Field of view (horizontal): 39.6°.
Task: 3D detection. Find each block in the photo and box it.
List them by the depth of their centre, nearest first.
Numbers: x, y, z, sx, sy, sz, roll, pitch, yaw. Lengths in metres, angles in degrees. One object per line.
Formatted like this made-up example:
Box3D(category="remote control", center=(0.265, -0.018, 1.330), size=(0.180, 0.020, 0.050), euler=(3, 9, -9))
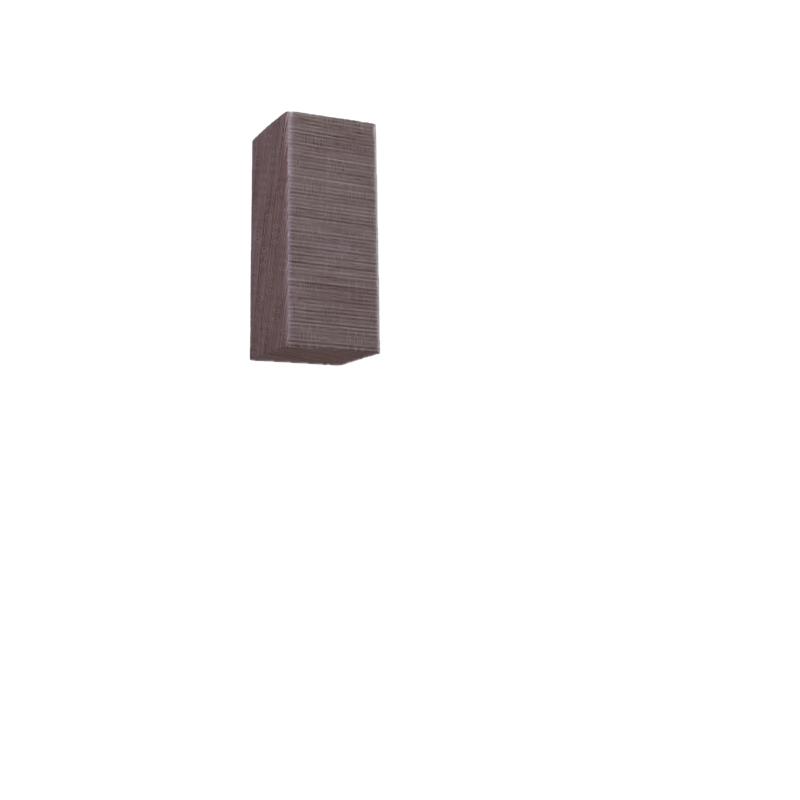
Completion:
Box3D(category="block", center=(-0.077, -0.141, 0.986), size=(0.088, 0.213, 0.090), euler=(5, -14, -25))
